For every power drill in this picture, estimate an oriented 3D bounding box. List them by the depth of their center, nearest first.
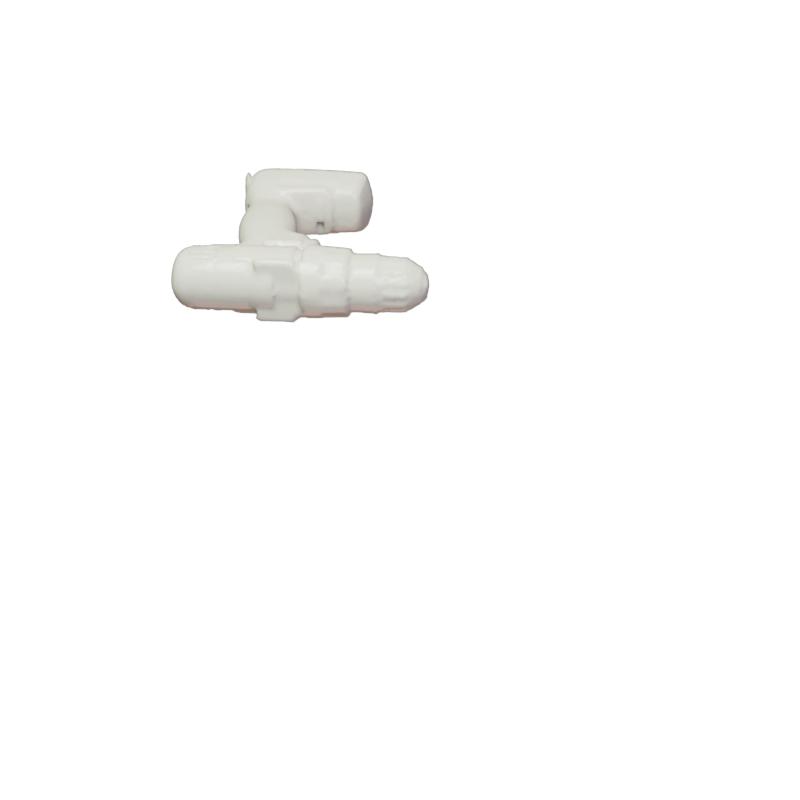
[{"bbox_3d":[-0.067,-0.122,0.852,0.186,0.054,0.196,3,29,6],"label":"power drill"}]
